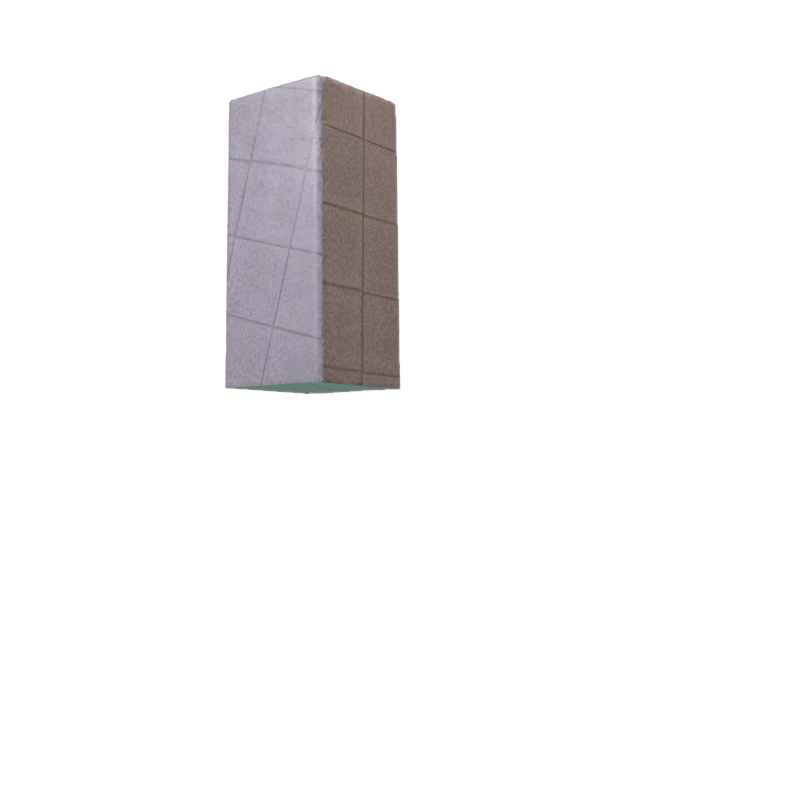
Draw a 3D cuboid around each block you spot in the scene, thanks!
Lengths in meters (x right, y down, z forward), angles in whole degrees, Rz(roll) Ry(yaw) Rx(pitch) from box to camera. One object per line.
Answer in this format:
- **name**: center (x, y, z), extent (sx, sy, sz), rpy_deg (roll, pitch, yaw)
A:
- **block**: center (-0.061, -0.112, 0.782), extent (0.093, 0.212, 0.086), rpy_deg (-8, -12, 38)
